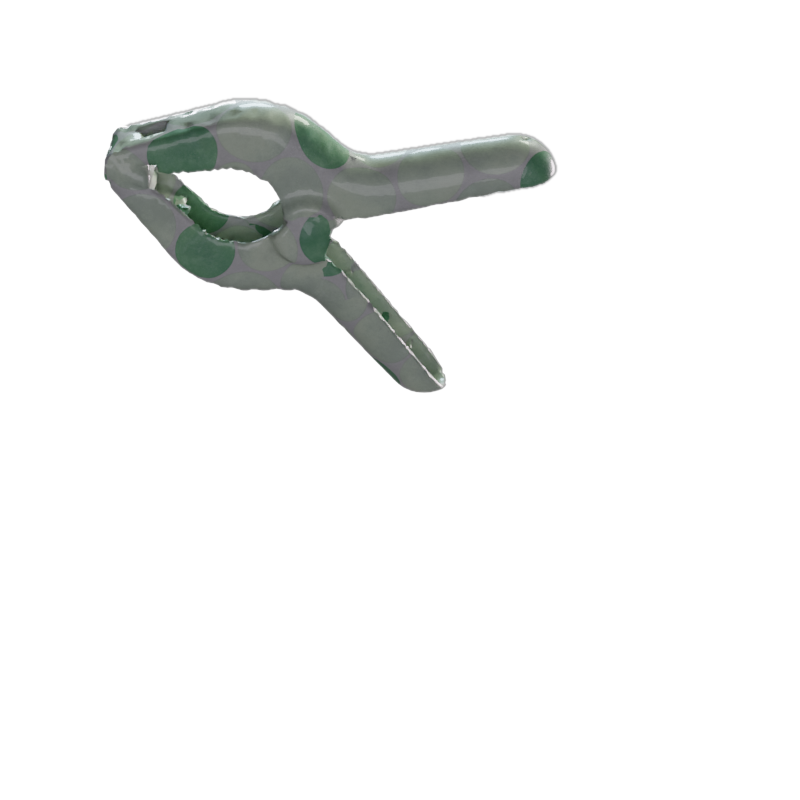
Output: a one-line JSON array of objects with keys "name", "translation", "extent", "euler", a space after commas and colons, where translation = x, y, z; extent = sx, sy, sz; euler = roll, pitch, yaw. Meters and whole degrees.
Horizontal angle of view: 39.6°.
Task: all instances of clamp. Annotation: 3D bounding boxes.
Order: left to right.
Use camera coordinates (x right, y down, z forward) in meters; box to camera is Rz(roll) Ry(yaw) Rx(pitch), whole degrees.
[{"name": "clamp", "translation": [-0.035, -0.064, 0.445], "extent": [0.170, 0.115, 0.041], "euler": [11, 22, -5]}]
